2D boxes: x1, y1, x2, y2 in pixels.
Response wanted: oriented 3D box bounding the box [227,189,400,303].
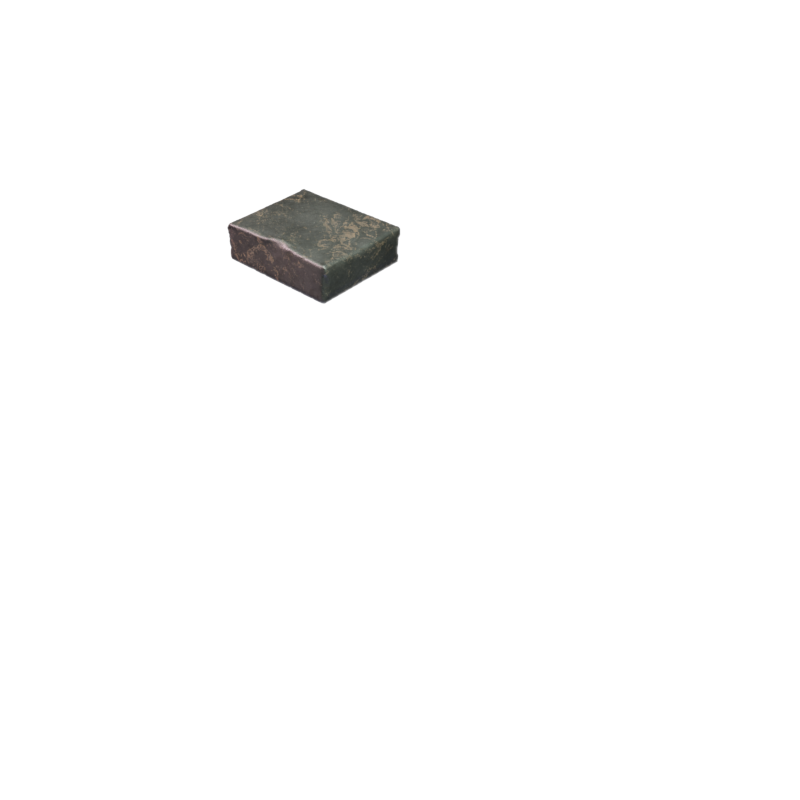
[{"bbox_3d":[-0.057,-0.104,0.728,0.095,0.028,0.073,27,42,34],"label":"box"}]
